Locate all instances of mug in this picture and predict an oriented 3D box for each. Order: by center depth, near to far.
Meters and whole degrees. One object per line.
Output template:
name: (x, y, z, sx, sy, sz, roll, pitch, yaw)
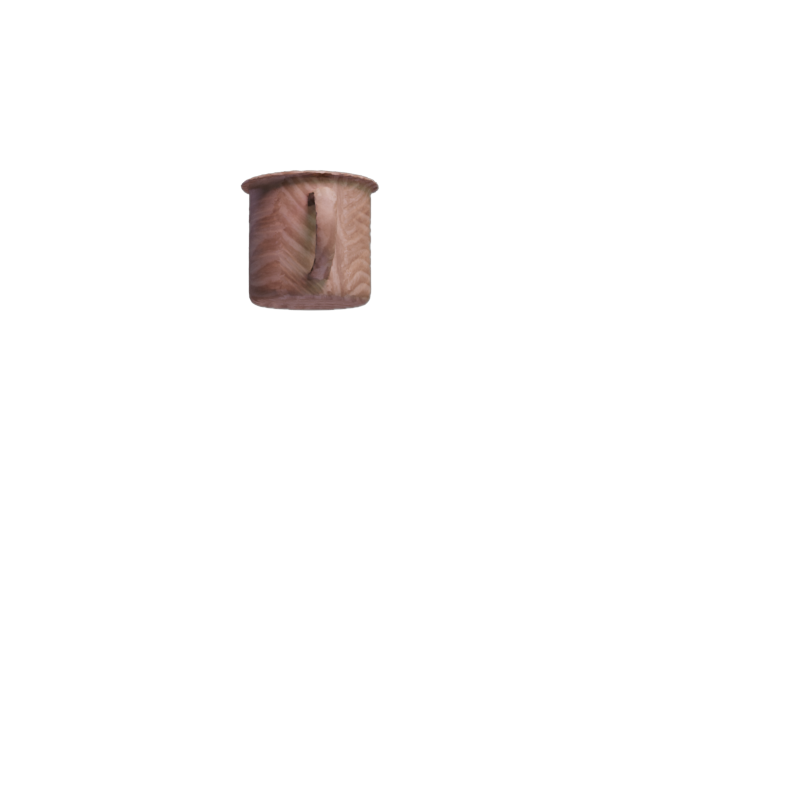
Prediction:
mug: (-0.057, -0.104, 0.731, 0.091, 0.083, 0.117, 1, -5, -14)
